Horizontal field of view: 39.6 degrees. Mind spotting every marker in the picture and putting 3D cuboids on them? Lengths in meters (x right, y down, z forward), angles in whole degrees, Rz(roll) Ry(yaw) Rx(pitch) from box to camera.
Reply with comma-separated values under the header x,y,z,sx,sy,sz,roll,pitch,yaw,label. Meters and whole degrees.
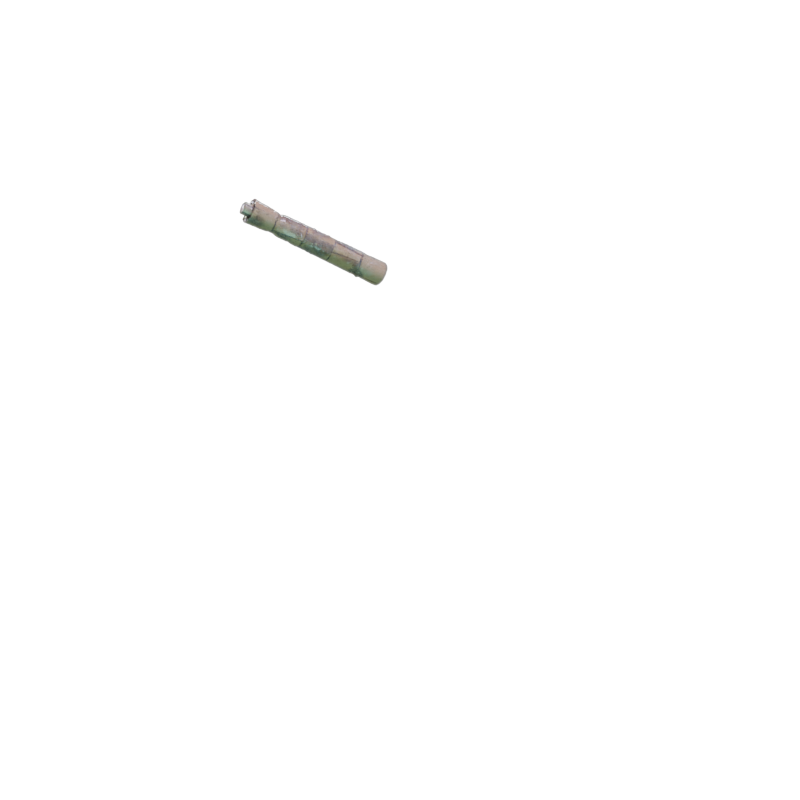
x,y,z,sx,sy,sz,roll,pitch,yaw,label
-0.064,-0.117,0.818,0.116,0.020,0.020,24,-6,-21,marker
